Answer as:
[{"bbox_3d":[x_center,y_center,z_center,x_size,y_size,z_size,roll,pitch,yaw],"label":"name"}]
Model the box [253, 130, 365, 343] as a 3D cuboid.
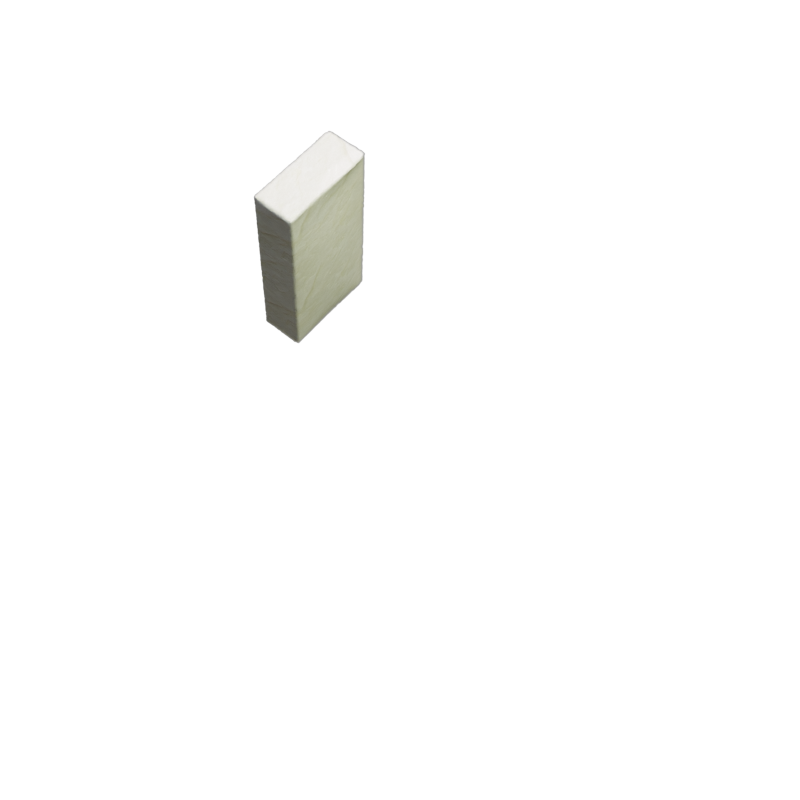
[{"bbox_3d":[-0.073,-0.132,0.928,0.050,0.095,0.165,36,-26,15],"label":"box"}]
